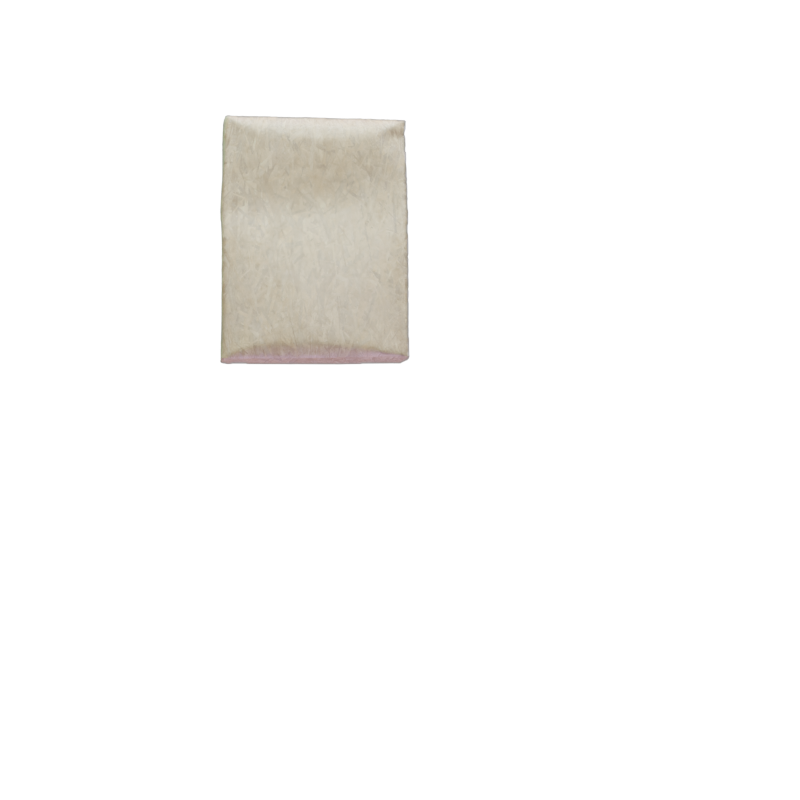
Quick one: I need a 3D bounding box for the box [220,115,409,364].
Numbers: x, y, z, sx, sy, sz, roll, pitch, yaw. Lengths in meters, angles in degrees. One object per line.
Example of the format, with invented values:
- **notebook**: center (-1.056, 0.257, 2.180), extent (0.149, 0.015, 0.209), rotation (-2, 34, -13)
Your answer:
- **box**: center (-0.076, -0.139, 0.977), extent (0.163, 0.218, 0.071), rotation (0, -8, -6)
